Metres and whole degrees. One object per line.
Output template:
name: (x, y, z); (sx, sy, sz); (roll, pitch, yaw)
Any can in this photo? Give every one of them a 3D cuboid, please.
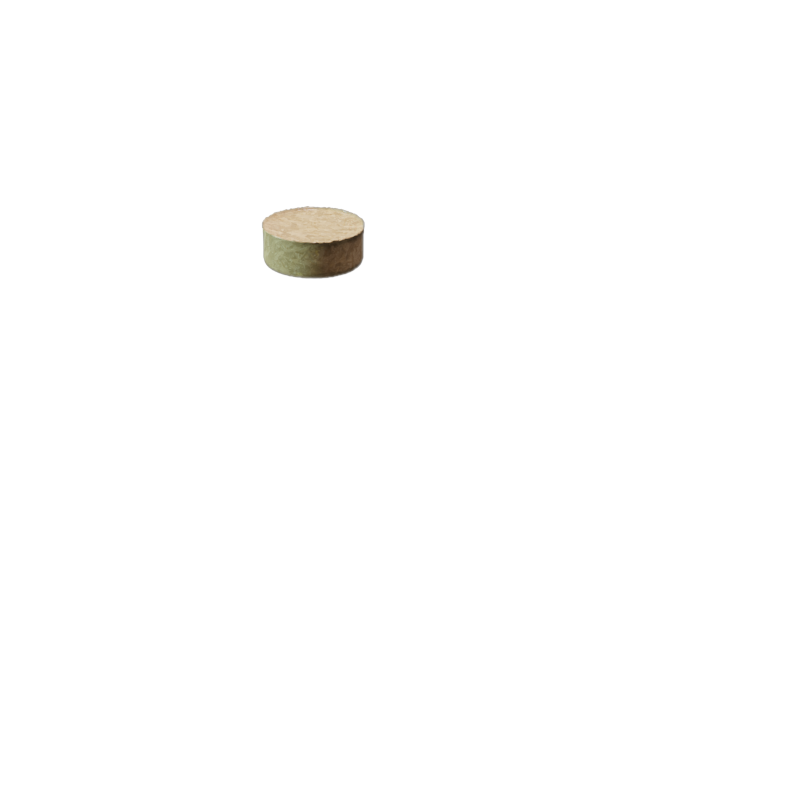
can: (-0.073, -0.132, 0.927); (0.086, 0.032, 0.091); (-1, 27, -2)
